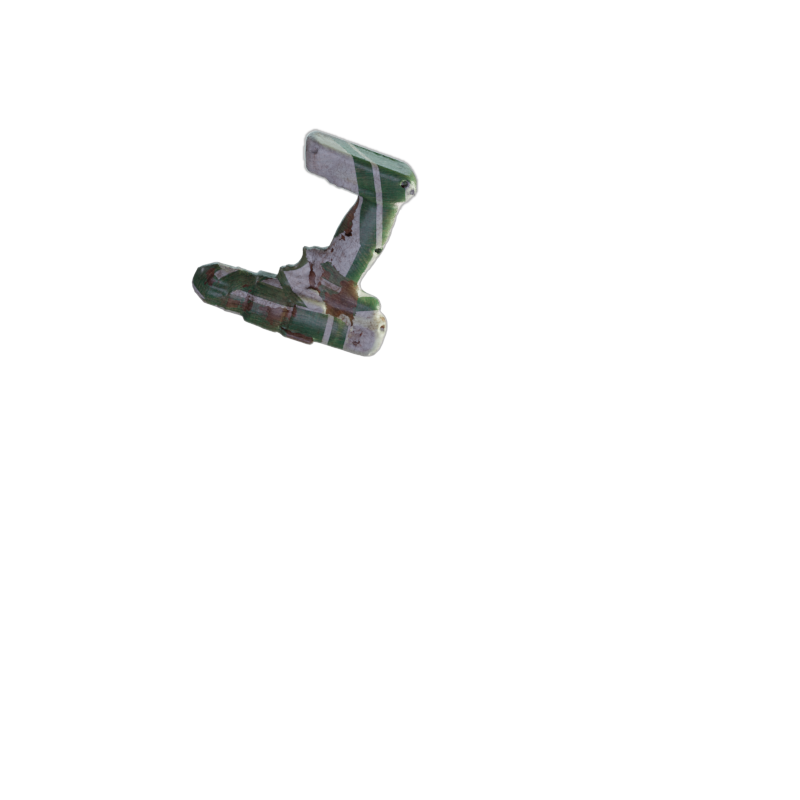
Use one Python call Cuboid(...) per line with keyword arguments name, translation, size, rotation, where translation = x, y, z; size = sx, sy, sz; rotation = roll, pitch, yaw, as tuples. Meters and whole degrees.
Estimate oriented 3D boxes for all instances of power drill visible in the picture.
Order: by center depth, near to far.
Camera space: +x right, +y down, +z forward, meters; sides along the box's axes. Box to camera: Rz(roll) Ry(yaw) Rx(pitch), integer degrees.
Cuboid(name="power drill", translation=(-0.078, -0.142, 0.997), size=(0.182, 0.181, 0.060), rotation=(18, 21, -8))
